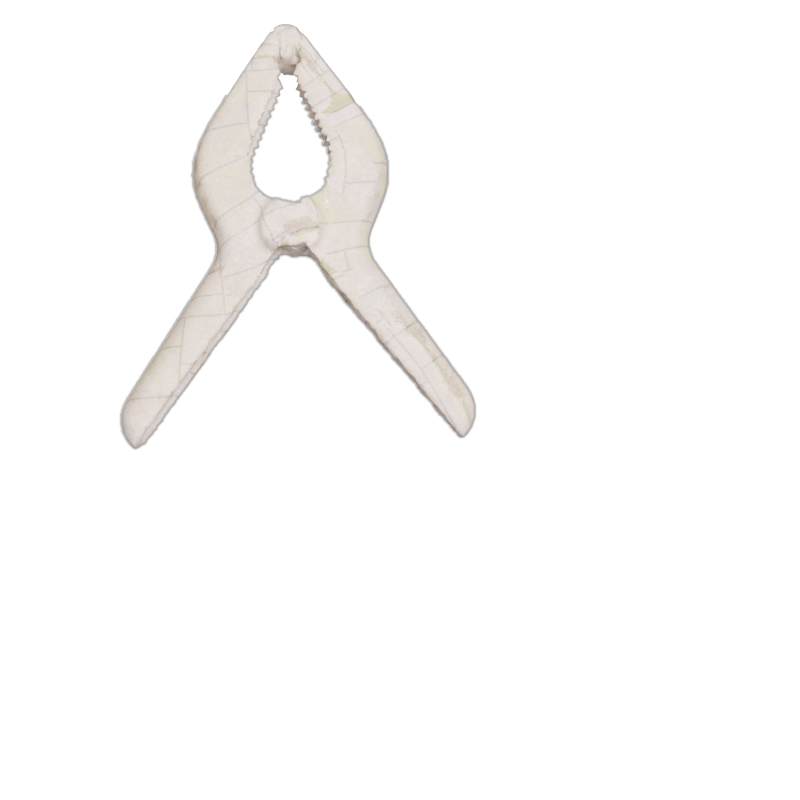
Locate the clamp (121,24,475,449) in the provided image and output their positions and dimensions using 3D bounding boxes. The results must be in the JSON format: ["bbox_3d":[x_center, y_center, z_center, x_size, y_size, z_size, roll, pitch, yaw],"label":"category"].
[{"bbox_3d":[-0.042,-0.076,0.535,0.165,0.215,0.035,4,-10,1],"label":"clamp"}]
